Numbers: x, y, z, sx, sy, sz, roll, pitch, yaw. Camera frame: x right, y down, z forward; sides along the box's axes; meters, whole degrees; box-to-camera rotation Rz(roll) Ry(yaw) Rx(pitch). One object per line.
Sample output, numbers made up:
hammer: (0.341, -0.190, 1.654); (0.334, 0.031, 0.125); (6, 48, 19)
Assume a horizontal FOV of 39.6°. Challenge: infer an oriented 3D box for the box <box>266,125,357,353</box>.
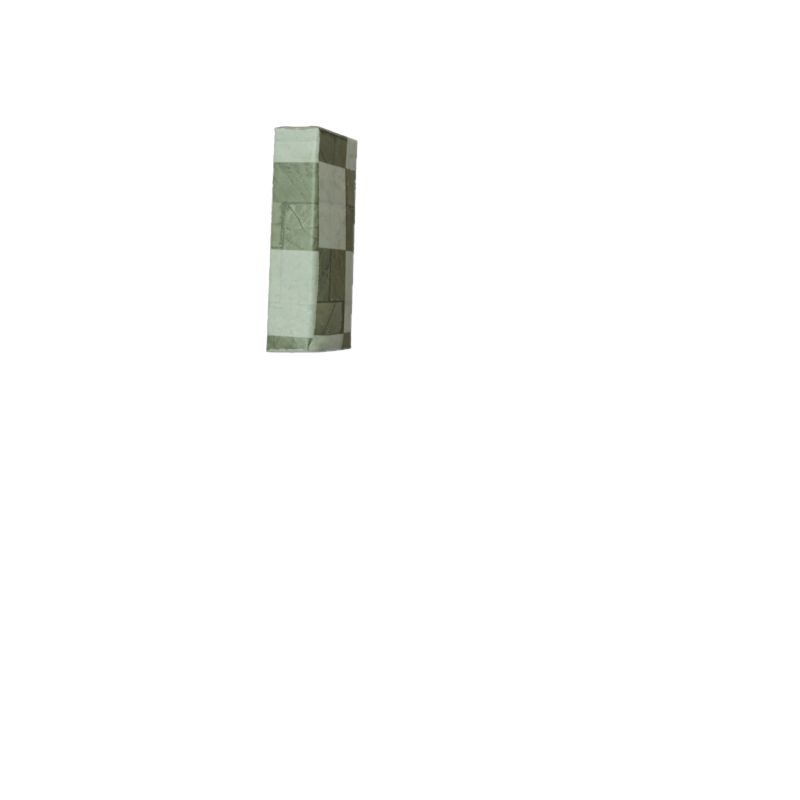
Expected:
box: (-0.070, -0.127, 0.893); (0.049, 0.177, 0.091); (-1, -2, 18)
